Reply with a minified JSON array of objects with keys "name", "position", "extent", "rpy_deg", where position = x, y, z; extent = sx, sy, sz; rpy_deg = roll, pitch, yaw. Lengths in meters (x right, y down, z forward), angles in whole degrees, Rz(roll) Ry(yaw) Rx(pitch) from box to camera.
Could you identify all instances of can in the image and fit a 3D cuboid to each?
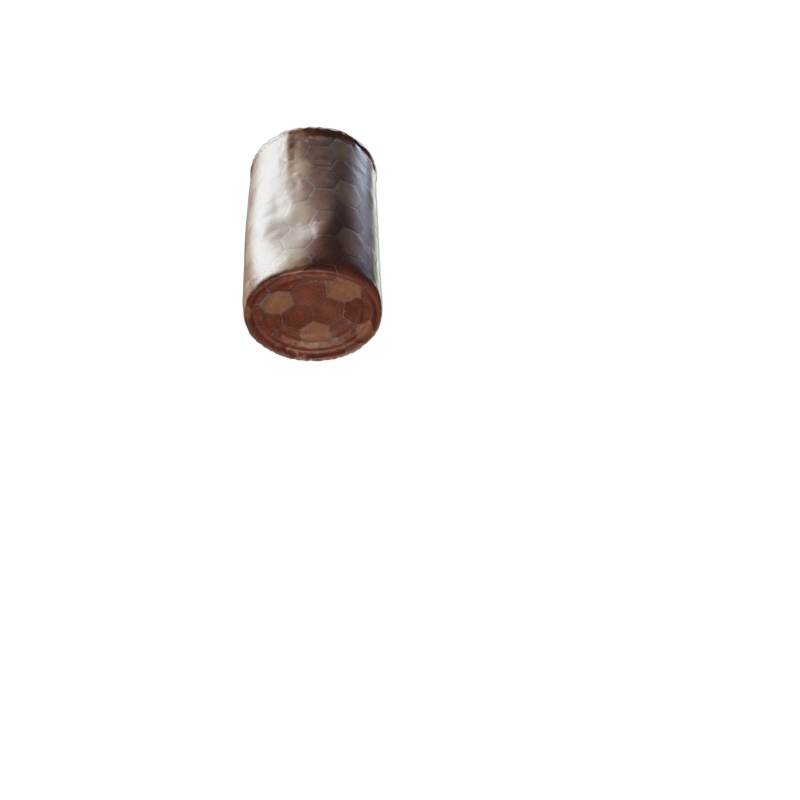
[{"name":"can","position":[-0.043,-0.079,0.555],"extent":[0.068,0.110,0.064],"rpy_deg":[-1,-42,-3]}]
